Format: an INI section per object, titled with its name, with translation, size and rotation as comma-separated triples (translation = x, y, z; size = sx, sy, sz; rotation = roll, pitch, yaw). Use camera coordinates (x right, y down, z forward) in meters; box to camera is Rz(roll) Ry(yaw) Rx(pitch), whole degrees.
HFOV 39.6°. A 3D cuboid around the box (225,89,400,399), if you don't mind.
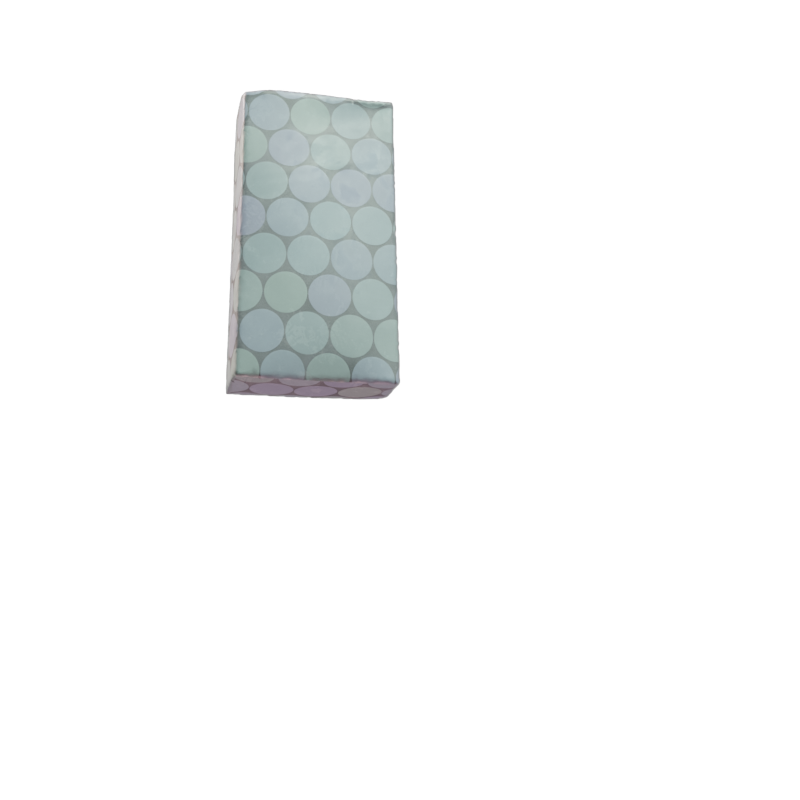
[box]
translation = -0.050, -0.091, 0.636
size = 0.092, 0.185, 0.047
rotation = 3, -20, -11
